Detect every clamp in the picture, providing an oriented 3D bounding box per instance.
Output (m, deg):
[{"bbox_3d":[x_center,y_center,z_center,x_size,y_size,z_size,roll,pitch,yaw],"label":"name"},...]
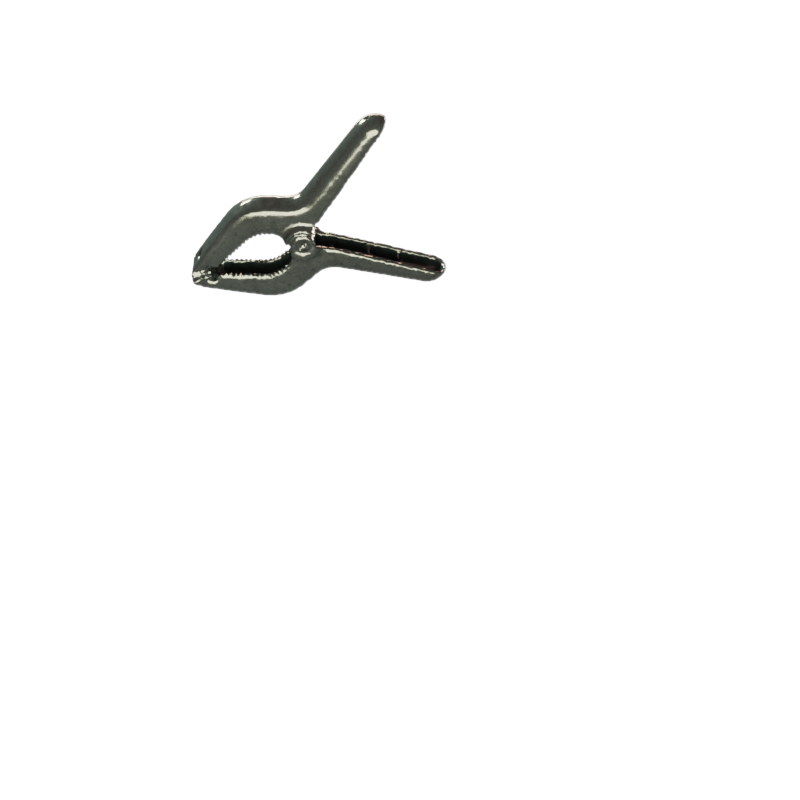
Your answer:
[{"bbox_3d":[-0.073,-0.133,0.933,0.210,0.153,0.039,-23,32,15],"label":"clamp"}]
